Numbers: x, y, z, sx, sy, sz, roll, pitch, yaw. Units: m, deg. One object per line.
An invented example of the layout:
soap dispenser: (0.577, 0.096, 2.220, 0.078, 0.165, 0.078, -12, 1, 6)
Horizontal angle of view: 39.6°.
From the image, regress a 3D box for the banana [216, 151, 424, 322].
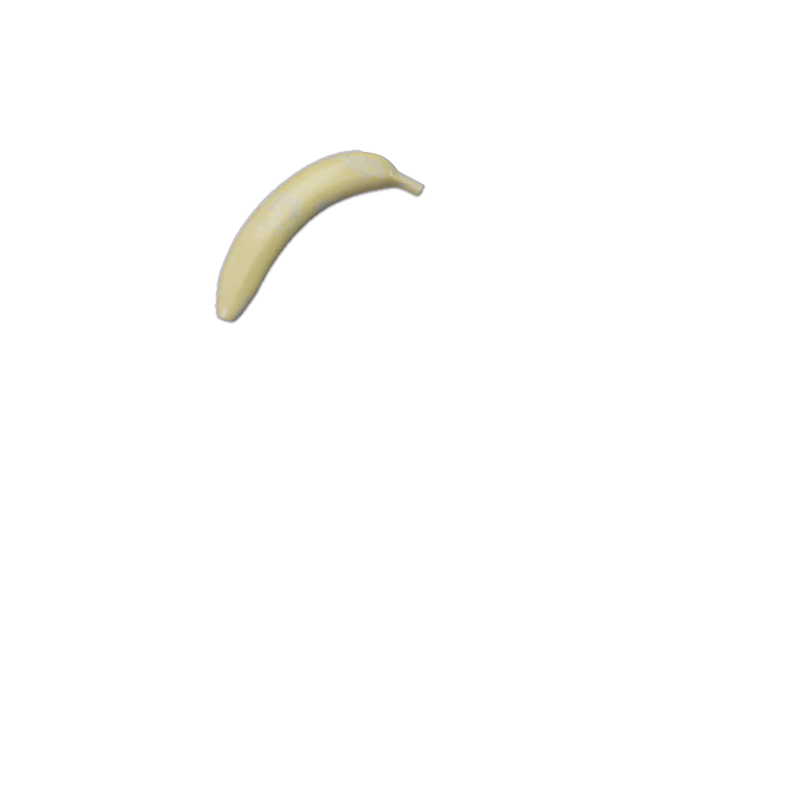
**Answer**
banana: (-0.077, -0.143, 0.882, 0.198, 0.072, 0.036, -35, -10, -8)
